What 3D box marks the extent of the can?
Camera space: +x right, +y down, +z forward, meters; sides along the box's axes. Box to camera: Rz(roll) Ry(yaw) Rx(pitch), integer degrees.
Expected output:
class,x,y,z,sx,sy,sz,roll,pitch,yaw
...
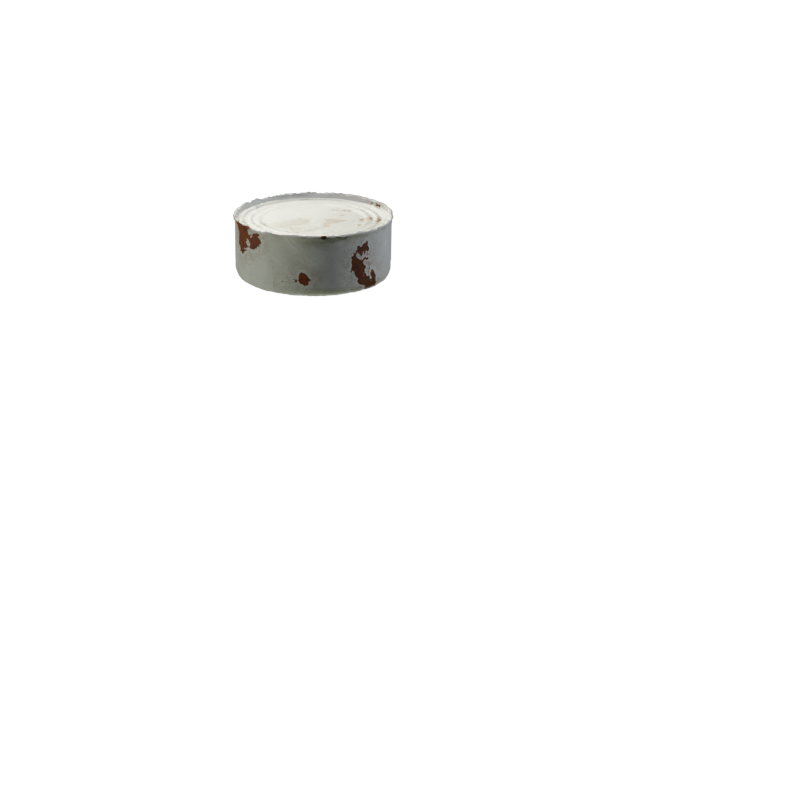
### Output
class,x,y,z,sx,sy,sz,roll,pitch,yaw
can,-0.047,-0.085,0.598,0.086,0.032,0.090,-1,24,-2
